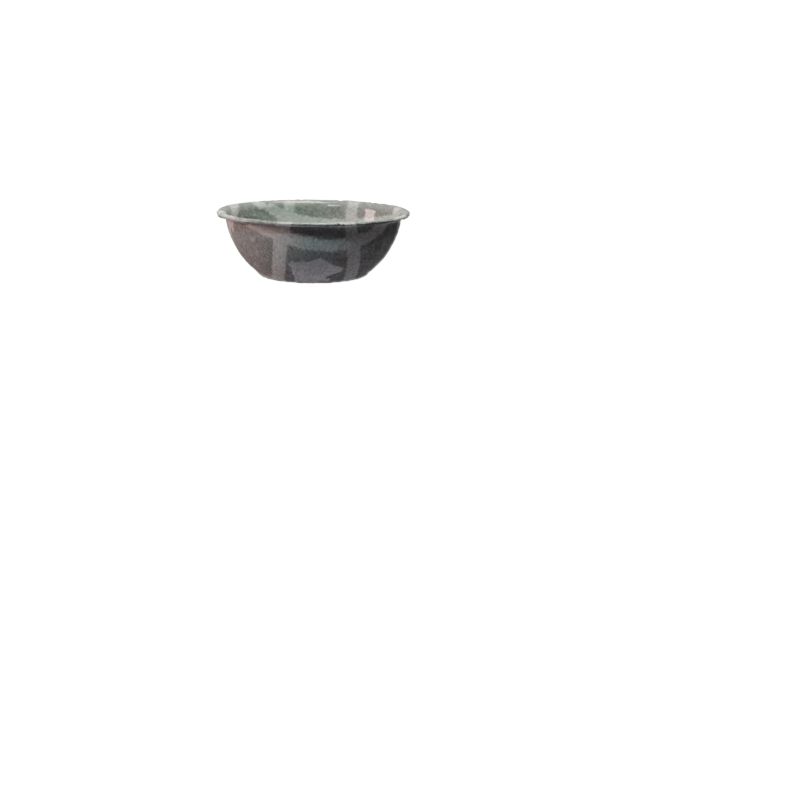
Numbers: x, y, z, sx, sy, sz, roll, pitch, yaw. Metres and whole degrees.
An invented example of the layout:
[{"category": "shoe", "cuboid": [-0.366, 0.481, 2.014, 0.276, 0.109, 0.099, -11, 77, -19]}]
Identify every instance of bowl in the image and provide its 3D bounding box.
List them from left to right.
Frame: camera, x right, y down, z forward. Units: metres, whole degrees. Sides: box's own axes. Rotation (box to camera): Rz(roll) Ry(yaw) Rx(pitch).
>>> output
[{"category": "bowl", "cuboid": [-0.073, -0.133, 0.929, 0.162, 0.053, 0.167, -1, 15, -2]}]
